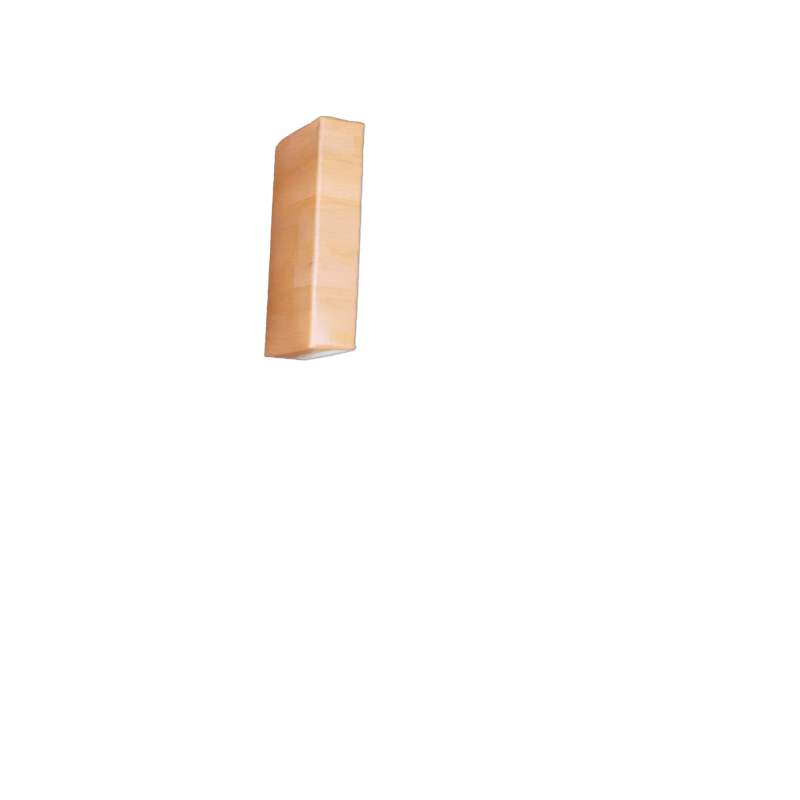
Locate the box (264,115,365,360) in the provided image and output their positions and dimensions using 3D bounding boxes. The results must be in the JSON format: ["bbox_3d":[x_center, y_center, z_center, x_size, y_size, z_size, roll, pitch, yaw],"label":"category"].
[{"bbox_3d":[-0.068,-0.122,0.858,0.046,0.181,0.094,5,-10,-28],"label":"box"}]
